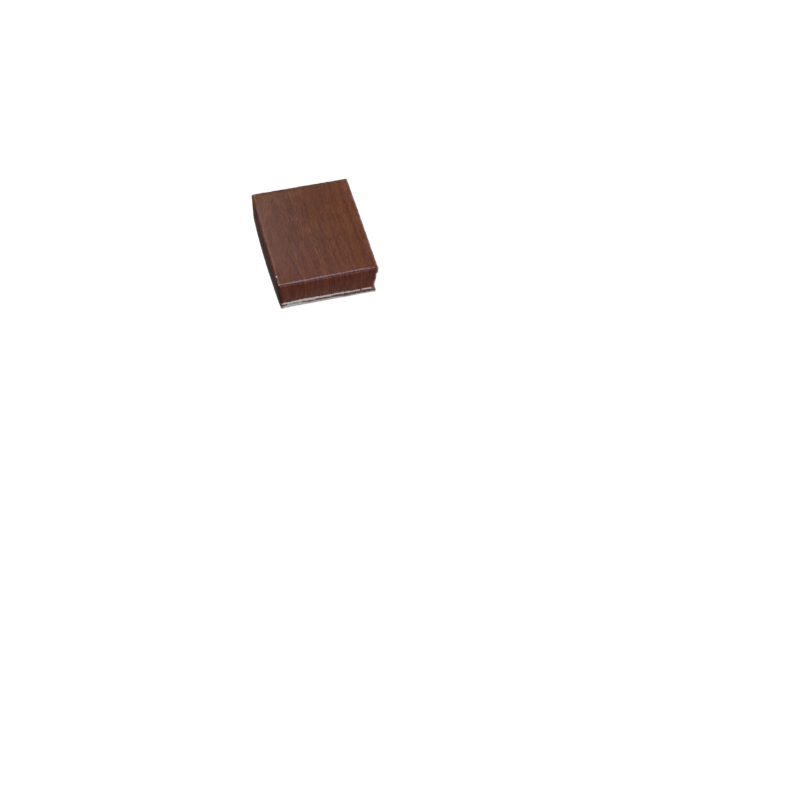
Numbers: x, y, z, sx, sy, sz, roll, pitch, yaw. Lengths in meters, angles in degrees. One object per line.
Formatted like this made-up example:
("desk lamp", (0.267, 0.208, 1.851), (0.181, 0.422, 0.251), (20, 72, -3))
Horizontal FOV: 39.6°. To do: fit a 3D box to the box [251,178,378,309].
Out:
("box", (-0.077, -0.140, 0.983), (0.089, 0.122, 0.036), (-12, -34, -9))
